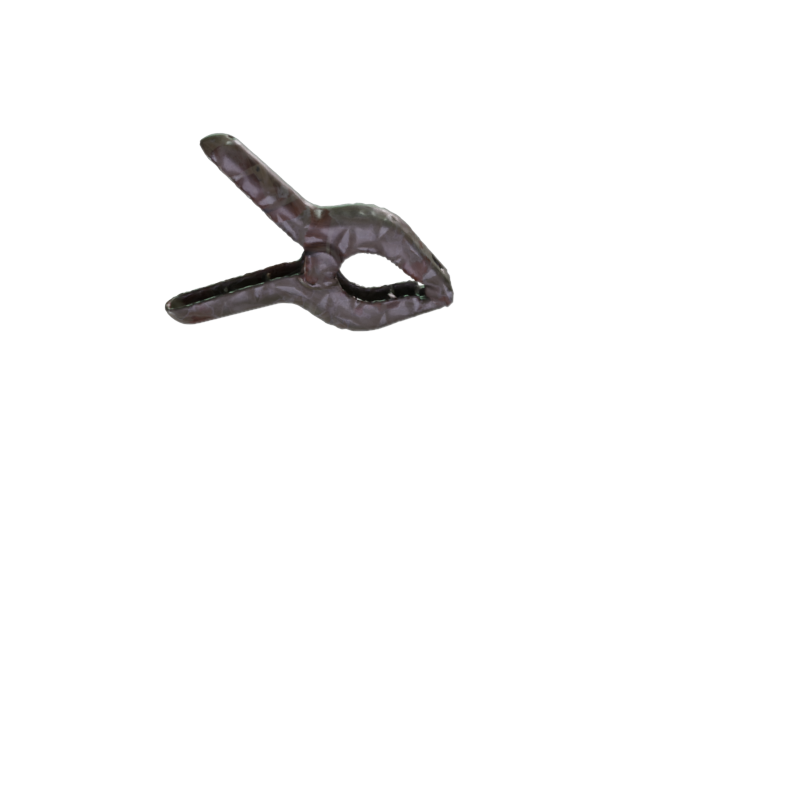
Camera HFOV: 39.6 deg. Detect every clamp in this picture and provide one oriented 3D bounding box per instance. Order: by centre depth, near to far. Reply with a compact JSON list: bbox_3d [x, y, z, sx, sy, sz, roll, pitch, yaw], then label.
[{"bbox_3d":[-0.051,-0.093,0.652,0.171,0.113,0.042,5,31,-3],"label":"clamp"}]
